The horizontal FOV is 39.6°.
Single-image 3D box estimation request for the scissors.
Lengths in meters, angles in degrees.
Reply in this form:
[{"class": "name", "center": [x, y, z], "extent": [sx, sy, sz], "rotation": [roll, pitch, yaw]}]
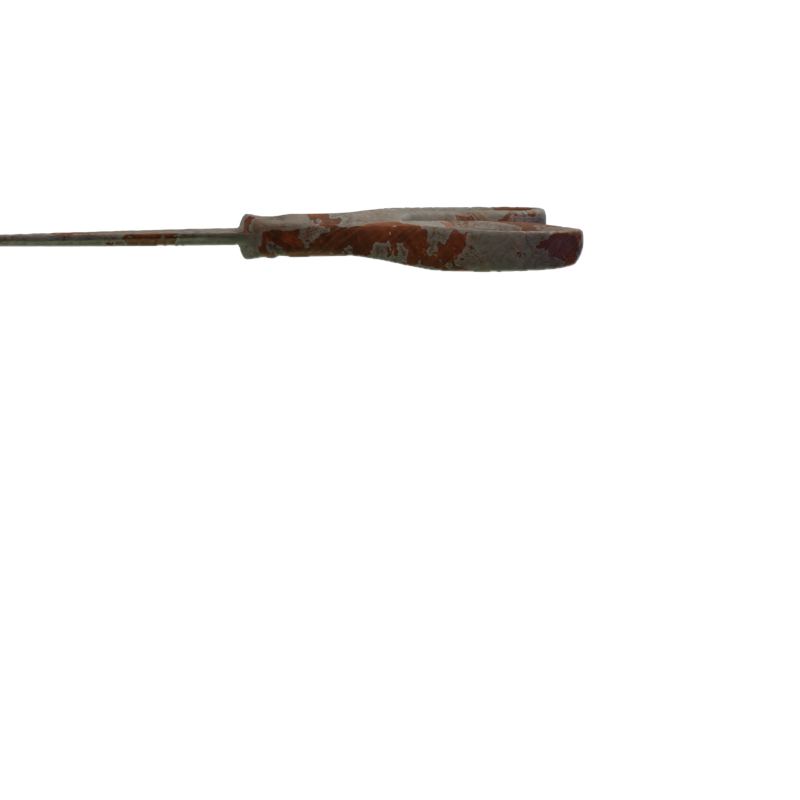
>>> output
[{"class": "scissors", "center": [-0.028, -0.052, 0.364], "extent": [0.196, 0.015, 0.101], "rotation": [-7, 16, -26]}]
